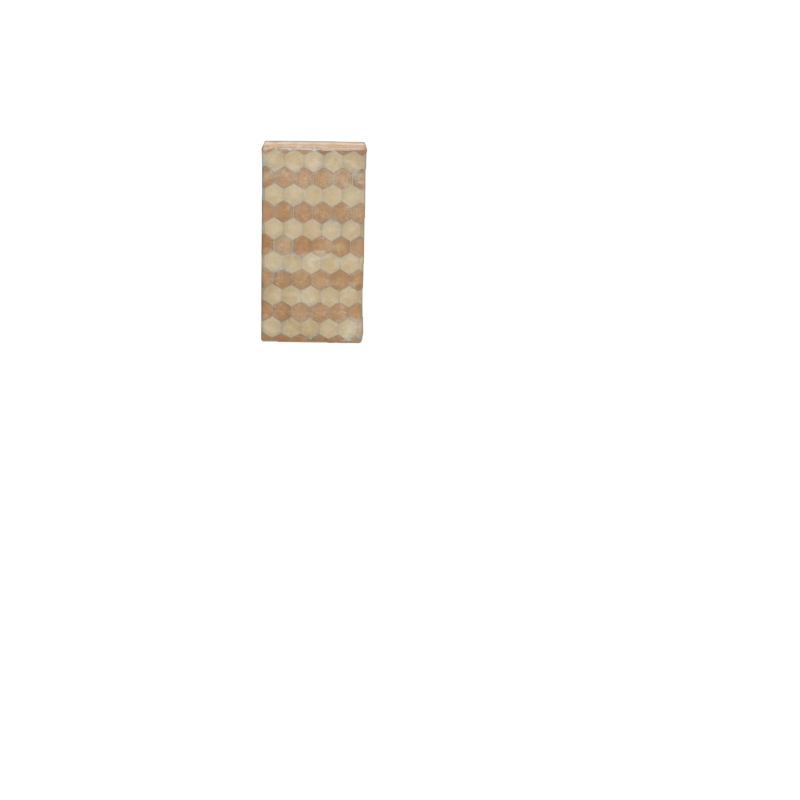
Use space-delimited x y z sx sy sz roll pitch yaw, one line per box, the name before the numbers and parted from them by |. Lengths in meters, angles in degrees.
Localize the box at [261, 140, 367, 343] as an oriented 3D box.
box | -0.077 -0.140 0.984 0.093 0.170 0.050 1 15 -1
